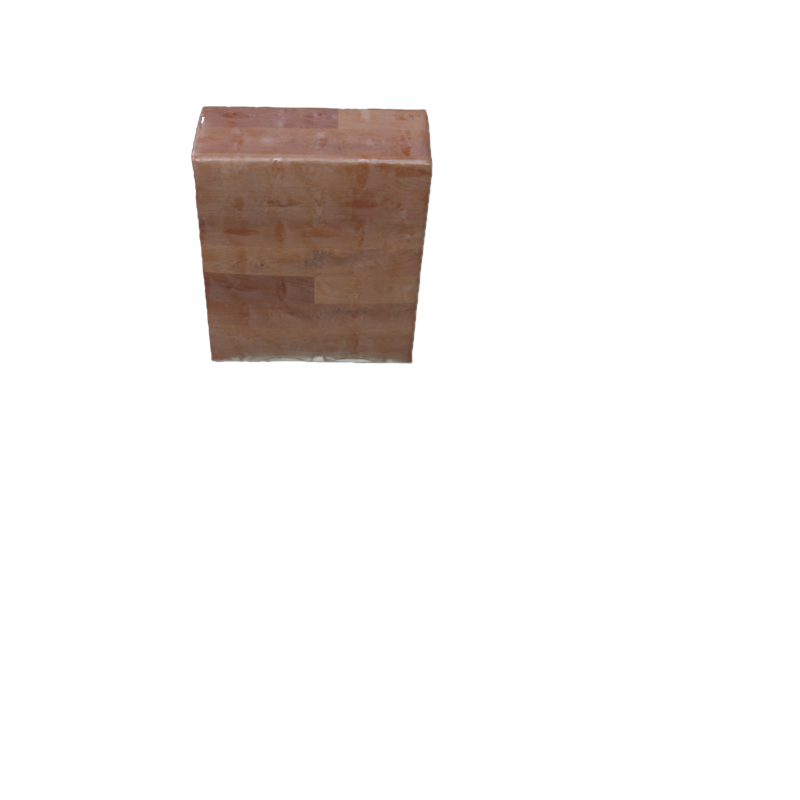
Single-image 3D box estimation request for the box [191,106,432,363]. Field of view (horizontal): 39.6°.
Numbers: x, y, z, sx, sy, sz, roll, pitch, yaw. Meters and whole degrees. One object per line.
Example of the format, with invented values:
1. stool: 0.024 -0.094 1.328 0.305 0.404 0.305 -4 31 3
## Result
1. box: -0.065 -0.119 0.835 0.164 0.077 0.199 2 -42 -1
